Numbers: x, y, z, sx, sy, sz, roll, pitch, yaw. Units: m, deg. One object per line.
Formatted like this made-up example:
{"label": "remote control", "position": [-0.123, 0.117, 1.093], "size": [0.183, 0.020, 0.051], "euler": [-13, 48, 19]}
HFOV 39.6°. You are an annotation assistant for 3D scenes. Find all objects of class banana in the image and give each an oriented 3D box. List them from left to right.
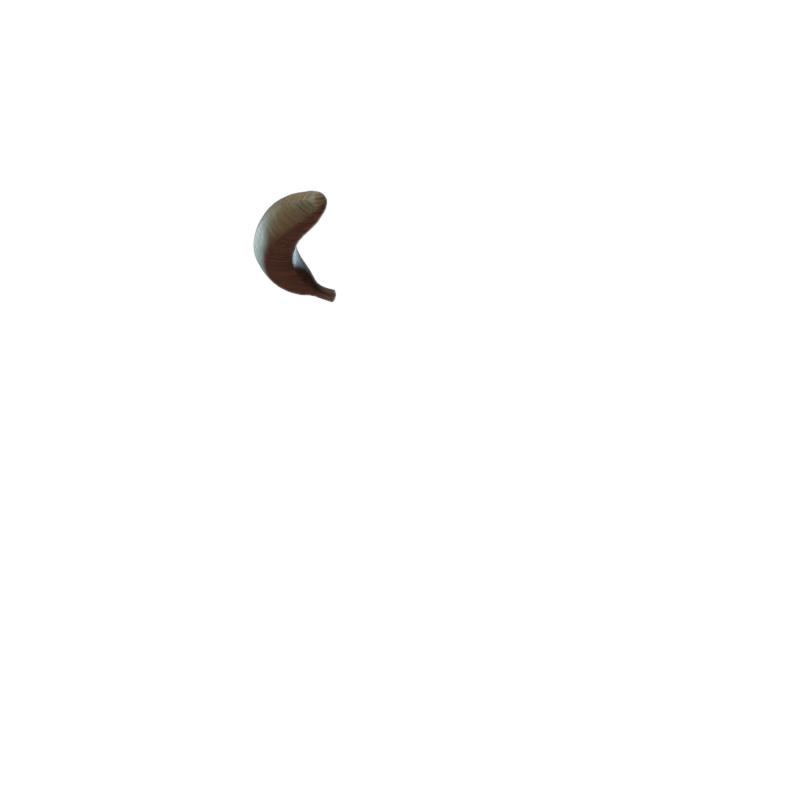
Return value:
{"label": "banana", "position": [-0.093, -0.135, 0.958], "size": [0.070, 0.038, 0.188], "euler": [0, -17, 0]}
